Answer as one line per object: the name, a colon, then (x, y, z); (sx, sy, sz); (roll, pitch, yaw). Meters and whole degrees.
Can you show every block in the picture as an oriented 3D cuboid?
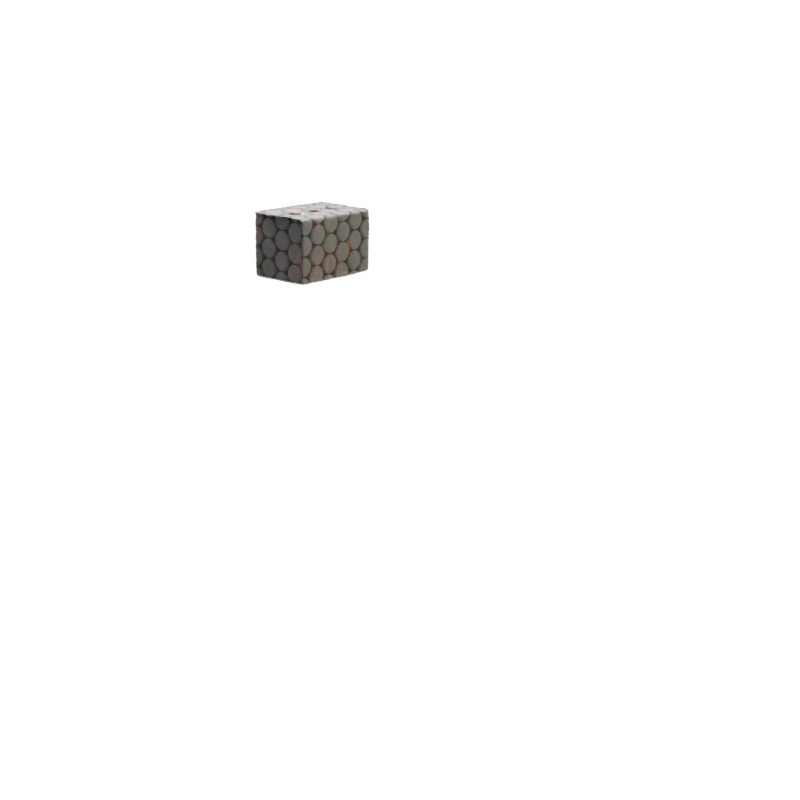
block: (-0.068, -0.124, 0.868); (0.055, 0.050, 0.076); (12, 20, 39)
